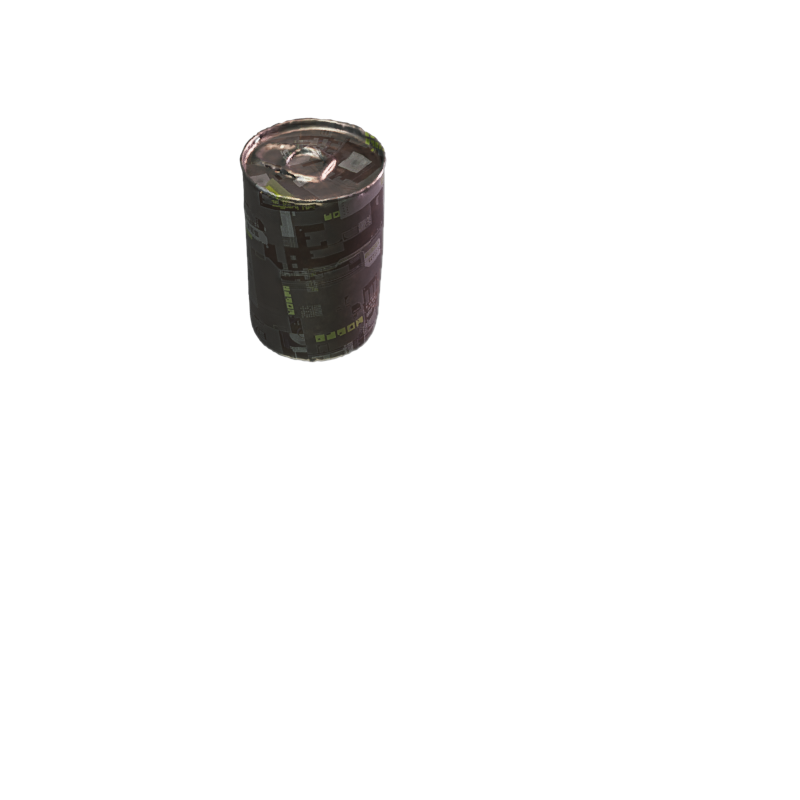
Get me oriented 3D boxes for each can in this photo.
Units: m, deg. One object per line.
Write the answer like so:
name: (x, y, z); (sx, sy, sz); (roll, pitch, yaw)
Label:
can: (-0.043, -0.078, 0.544); (0.068, 0.095, 0.074); (0, 43, -3)
